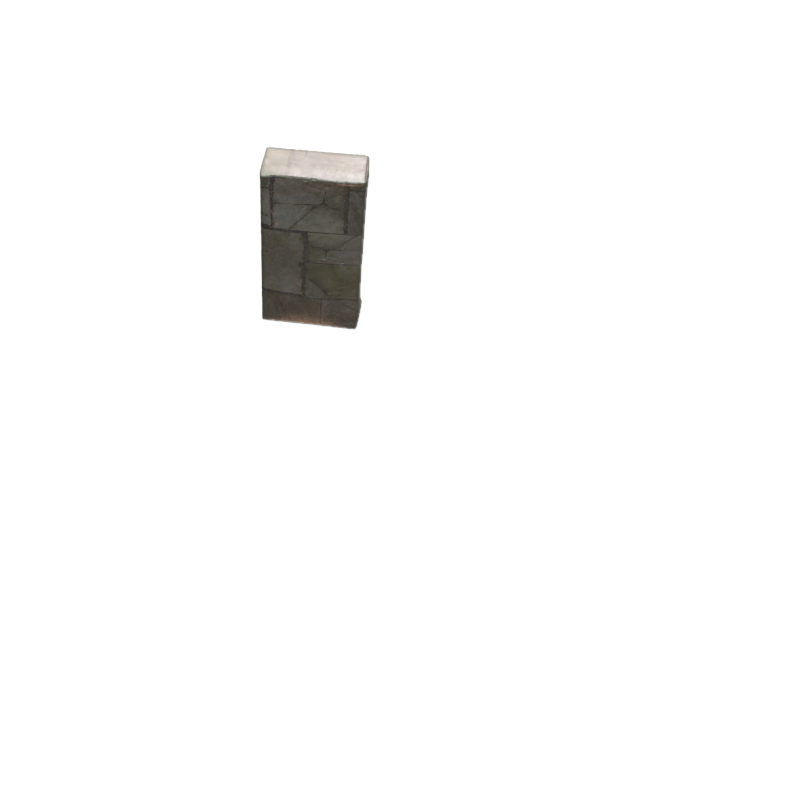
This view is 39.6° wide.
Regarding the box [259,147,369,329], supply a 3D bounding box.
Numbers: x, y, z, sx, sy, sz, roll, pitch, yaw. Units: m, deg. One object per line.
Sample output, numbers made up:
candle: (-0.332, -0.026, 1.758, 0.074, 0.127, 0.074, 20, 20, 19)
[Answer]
box: (-0.078, -0.142, 0.999, 0.094, 0.051, 0.164, 6, -43, 3)
